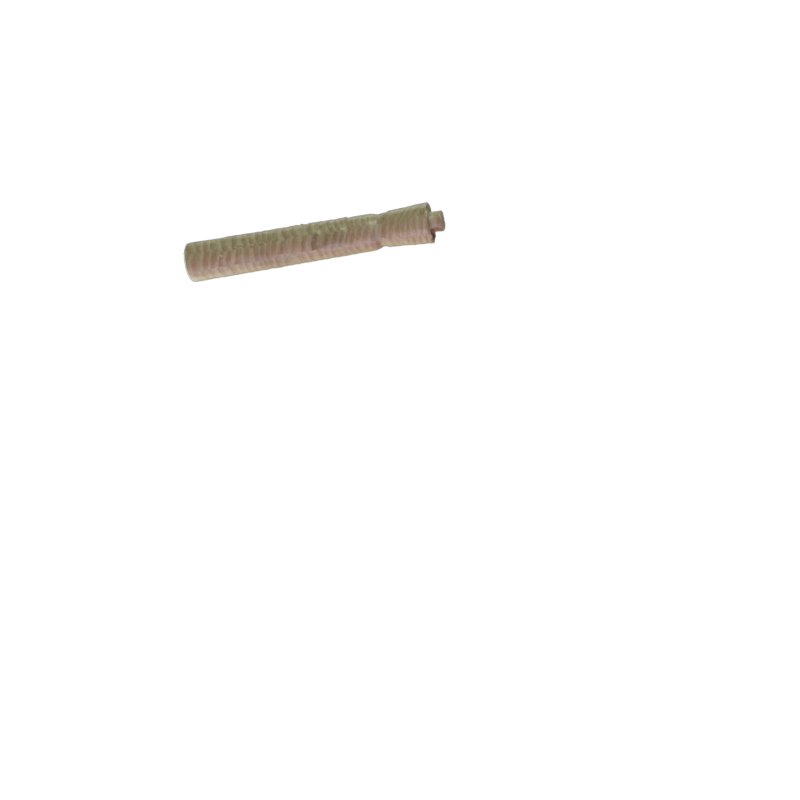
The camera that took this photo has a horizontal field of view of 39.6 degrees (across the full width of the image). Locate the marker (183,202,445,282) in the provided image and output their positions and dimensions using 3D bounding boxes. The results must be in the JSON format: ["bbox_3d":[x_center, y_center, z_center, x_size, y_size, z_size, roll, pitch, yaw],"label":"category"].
[{"bbox_3d":[-0.040,-0.072,0.507,0.122,0.020,0.019,-8,2,14],"label":"marker"}]
